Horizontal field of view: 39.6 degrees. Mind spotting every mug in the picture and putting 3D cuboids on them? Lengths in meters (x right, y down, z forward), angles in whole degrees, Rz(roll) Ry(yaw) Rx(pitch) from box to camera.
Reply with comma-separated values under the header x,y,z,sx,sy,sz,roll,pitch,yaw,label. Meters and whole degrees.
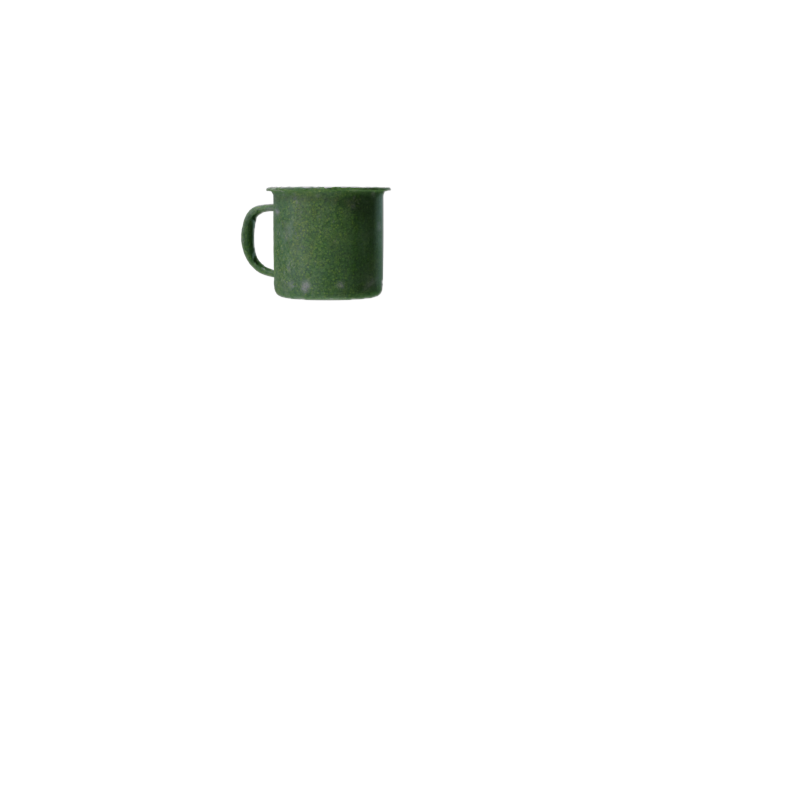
x,y,z,sx,sy,sz,roll,pitch,yaw,label
-0.065,-0.118,0.829,0.120,0.081,0.092,3,7,17,mug
